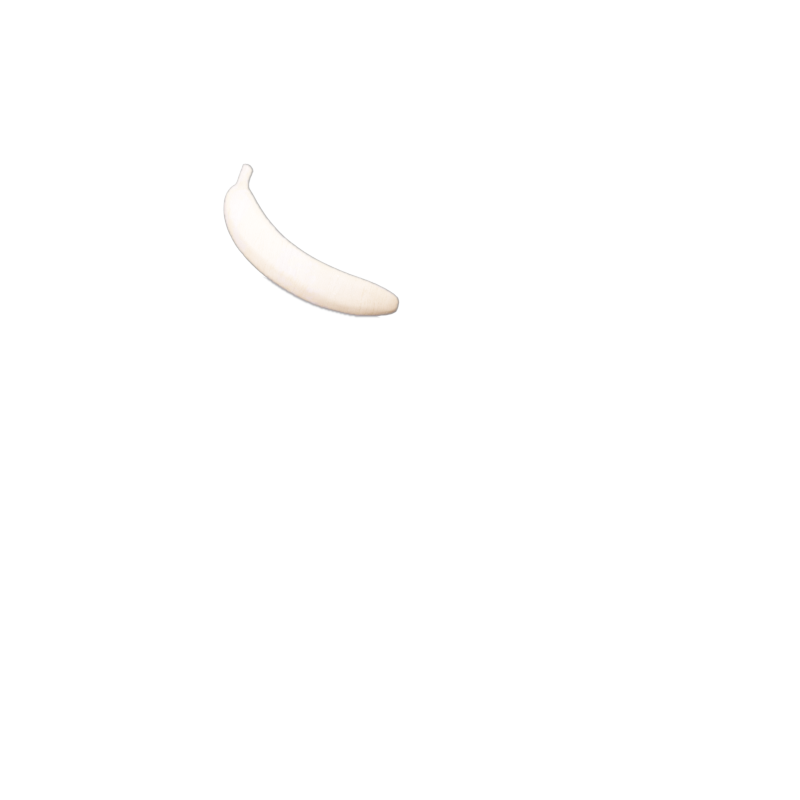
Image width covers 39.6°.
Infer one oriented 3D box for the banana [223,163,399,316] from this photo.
[{"bbox_3d":[-0.092,-0.129,0.971,0.070,0.206,0.035,-42,-15,-15],"label":"banana"}]
